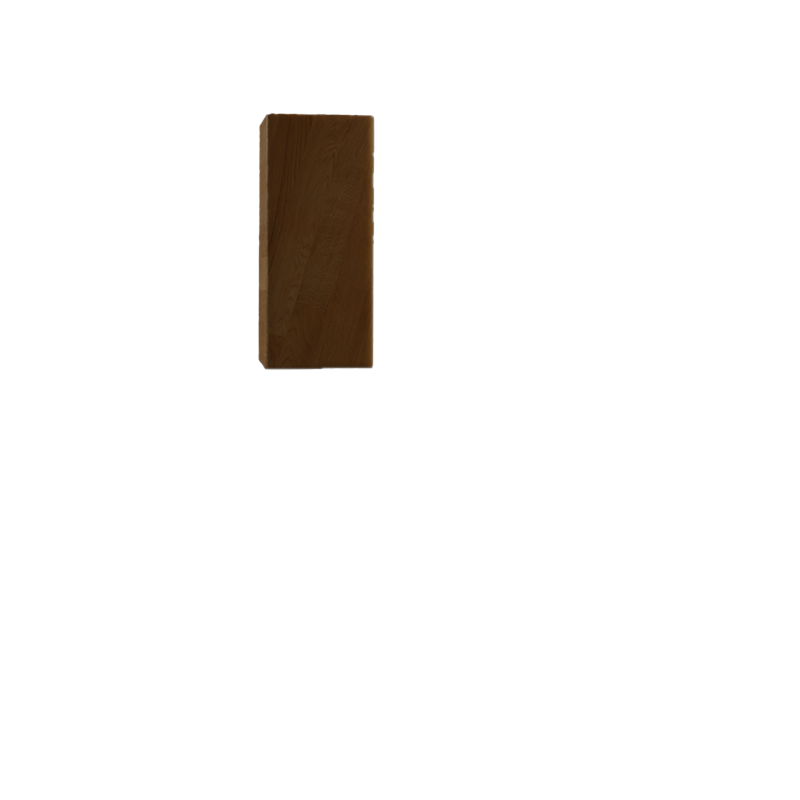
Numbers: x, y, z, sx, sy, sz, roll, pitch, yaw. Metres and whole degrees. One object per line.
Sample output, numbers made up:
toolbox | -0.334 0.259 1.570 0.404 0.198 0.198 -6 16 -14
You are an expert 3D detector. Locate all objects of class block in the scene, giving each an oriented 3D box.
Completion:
block | -0.072 -0.133 0.934 0.089 0.206 0.092 0 1 -10
